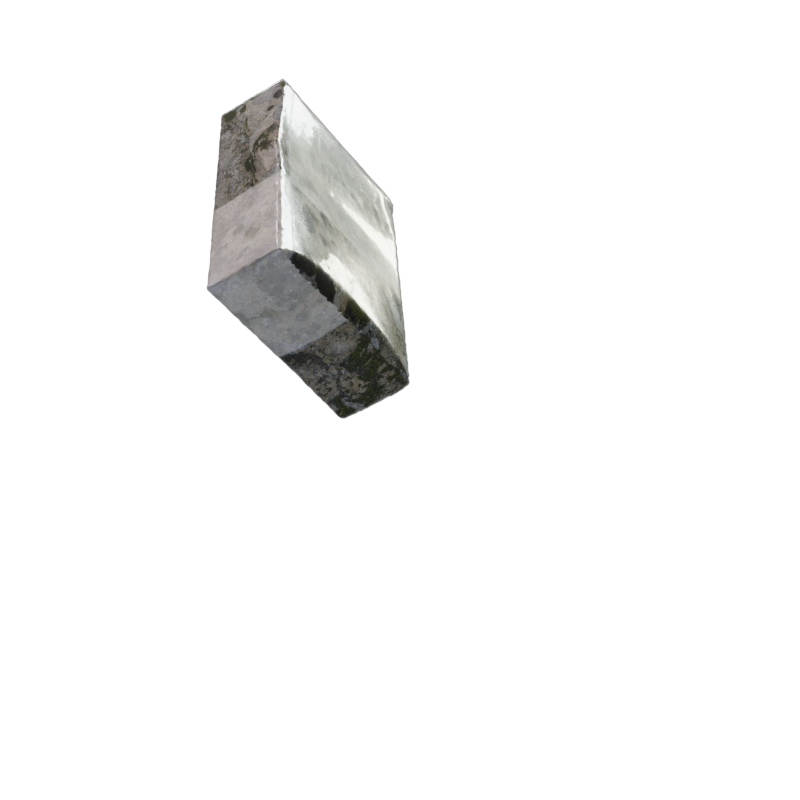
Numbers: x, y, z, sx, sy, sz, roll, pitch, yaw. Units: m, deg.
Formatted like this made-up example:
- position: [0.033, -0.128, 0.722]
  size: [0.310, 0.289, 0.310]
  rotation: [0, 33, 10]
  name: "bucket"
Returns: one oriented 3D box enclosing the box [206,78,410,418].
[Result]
- position: [-0.066, -0.120, 0.843]
  size: [0.072, 0.230, 0.153]
  rotation: [-28, -51, 22]
  name: "box"
